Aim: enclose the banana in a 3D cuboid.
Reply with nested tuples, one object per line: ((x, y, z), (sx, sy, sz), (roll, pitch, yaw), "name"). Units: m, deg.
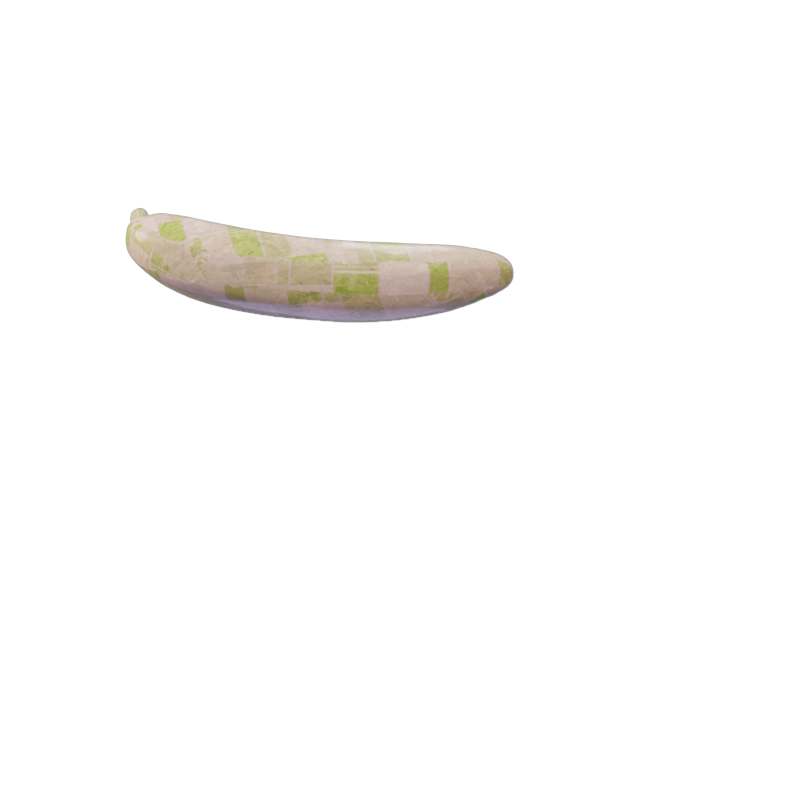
((-0.050, -0.065, 0.516), (0.203, 0.034, 0.072), (11, 38, 14), "banana")
